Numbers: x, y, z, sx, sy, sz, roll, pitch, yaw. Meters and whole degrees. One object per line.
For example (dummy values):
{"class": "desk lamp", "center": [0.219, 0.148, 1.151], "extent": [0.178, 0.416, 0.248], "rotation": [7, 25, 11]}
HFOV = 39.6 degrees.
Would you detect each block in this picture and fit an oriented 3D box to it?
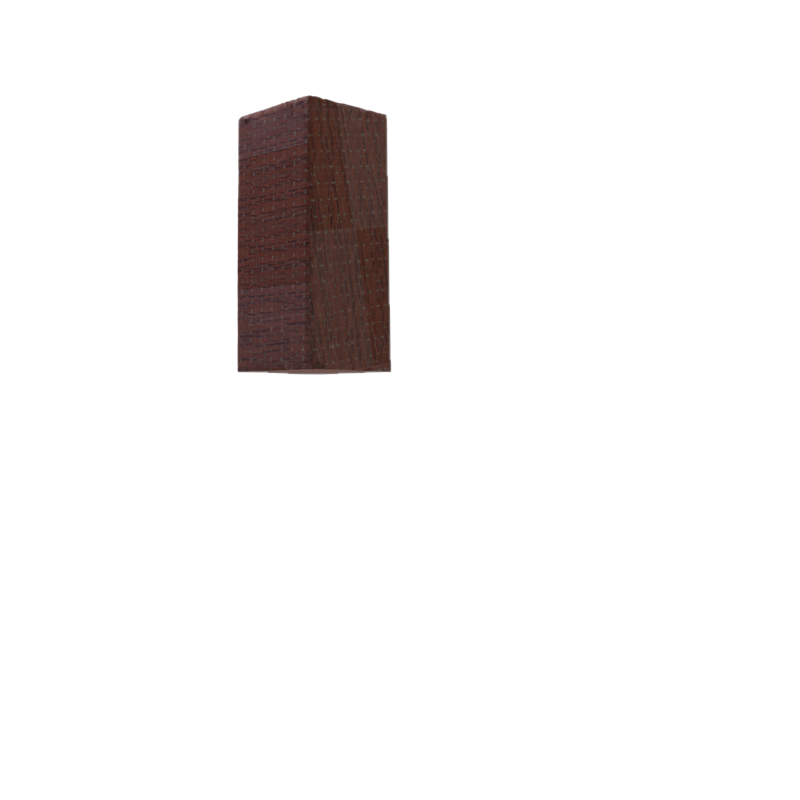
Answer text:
{"class": "block", "center": [-0.070, -0.126, 0.881], "extent": [0.086, 0.210, 0.093], "rotation": [7, -10, -44]}
